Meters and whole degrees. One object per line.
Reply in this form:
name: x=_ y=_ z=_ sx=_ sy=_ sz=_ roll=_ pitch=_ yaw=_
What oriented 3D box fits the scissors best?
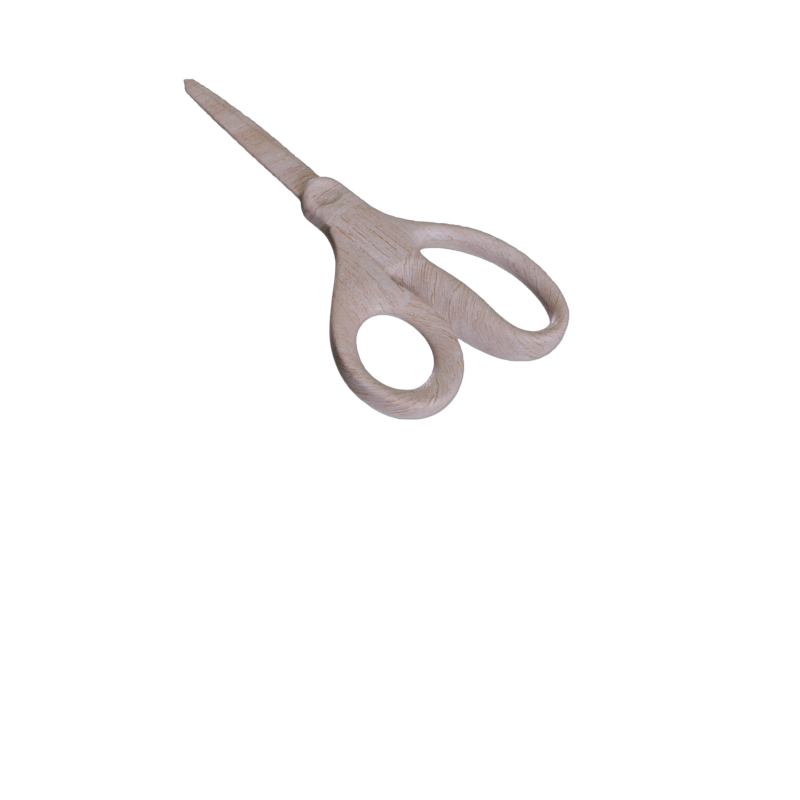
scissors: x=-0.034 y=-0.062 z=0.434 sx=0.211 sy=0.098 sz=0.015 roll=29 pitch=-32 yaw=20
